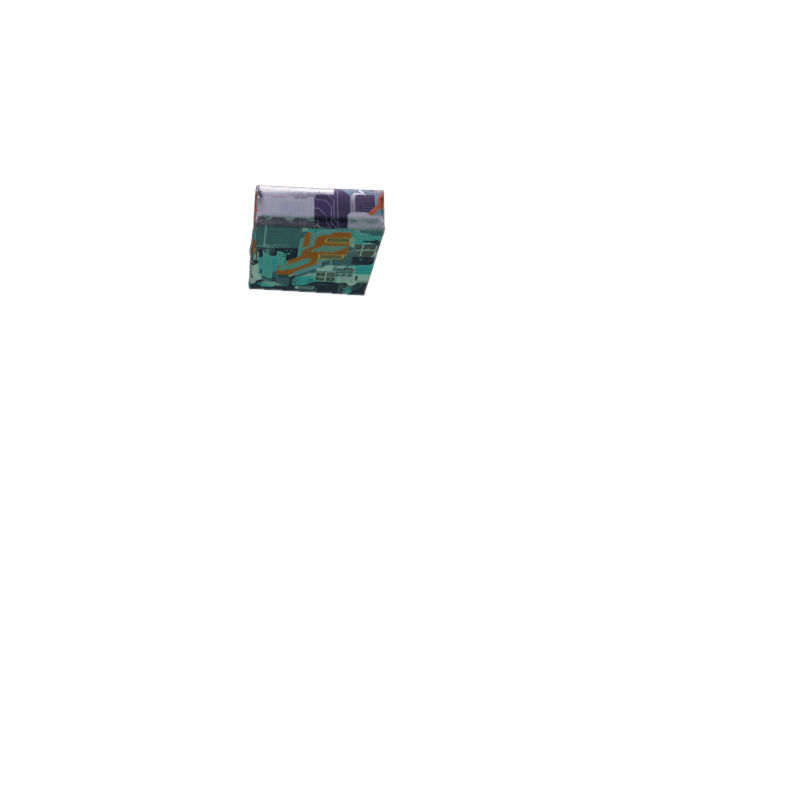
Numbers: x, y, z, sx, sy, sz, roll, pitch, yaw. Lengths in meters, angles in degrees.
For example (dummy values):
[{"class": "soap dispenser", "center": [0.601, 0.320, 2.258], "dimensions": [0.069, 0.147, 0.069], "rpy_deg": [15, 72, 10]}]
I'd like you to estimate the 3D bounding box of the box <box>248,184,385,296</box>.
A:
[{"class": "box", "center": [-0.051, -0.093, 0.654], "dimensions": [0.072, 0.032, 0.085], "rpy_deg": [2, -21, -7]}]
